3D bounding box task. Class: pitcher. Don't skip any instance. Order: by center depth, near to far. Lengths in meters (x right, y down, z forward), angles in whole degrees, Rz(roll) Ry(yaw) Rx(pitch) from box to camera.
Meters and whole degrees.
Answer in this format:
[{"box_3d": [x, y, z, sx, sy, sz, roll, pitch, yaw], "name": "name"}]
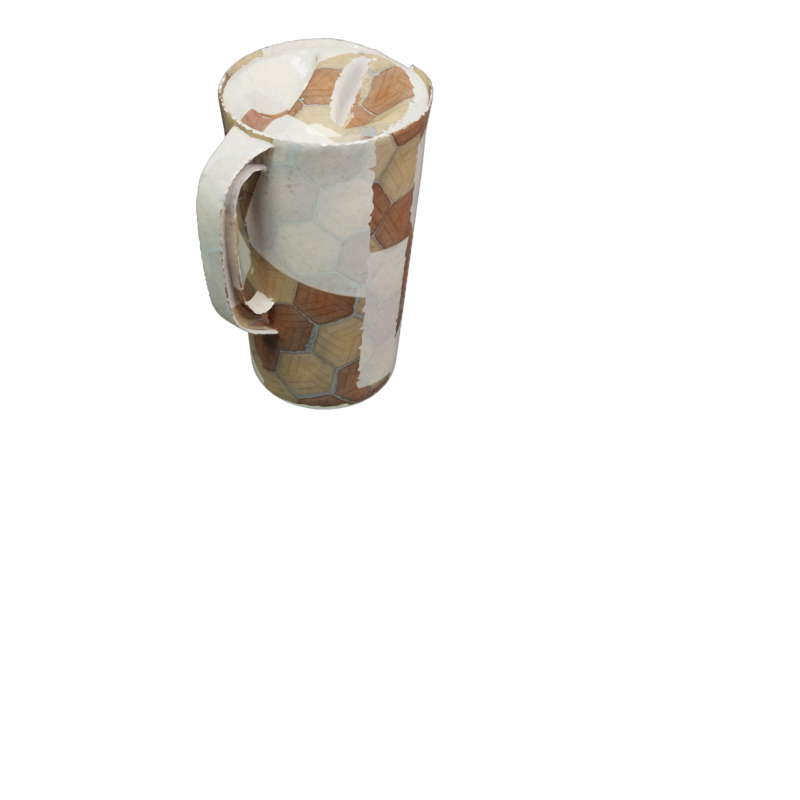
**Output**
[{"box_3d": [-0.059, -0.107, 0.748, 0.148, 0.227, 0.156, -3, 41, -6], "name": "pitcher"}]
